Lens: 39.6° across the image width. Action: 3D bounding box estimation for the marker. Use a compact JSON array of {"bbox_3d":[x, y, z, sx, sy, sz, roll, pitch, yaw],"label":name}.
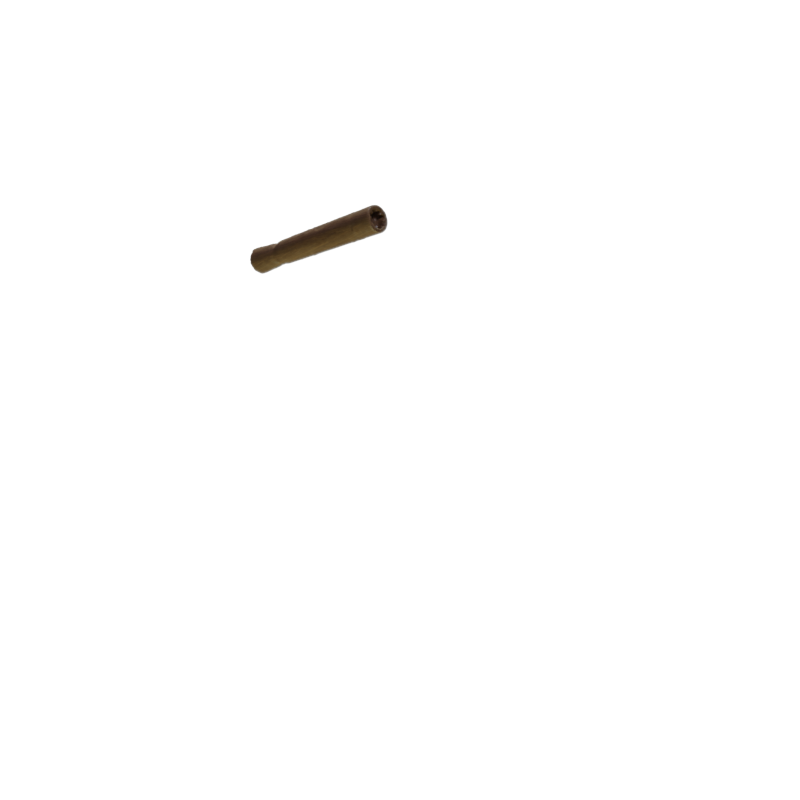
[{"bbox_3d":[-0.059,-0.107,0.747,0.123,0.020,0.019,-12,-5,43],"label":"marker"}]
